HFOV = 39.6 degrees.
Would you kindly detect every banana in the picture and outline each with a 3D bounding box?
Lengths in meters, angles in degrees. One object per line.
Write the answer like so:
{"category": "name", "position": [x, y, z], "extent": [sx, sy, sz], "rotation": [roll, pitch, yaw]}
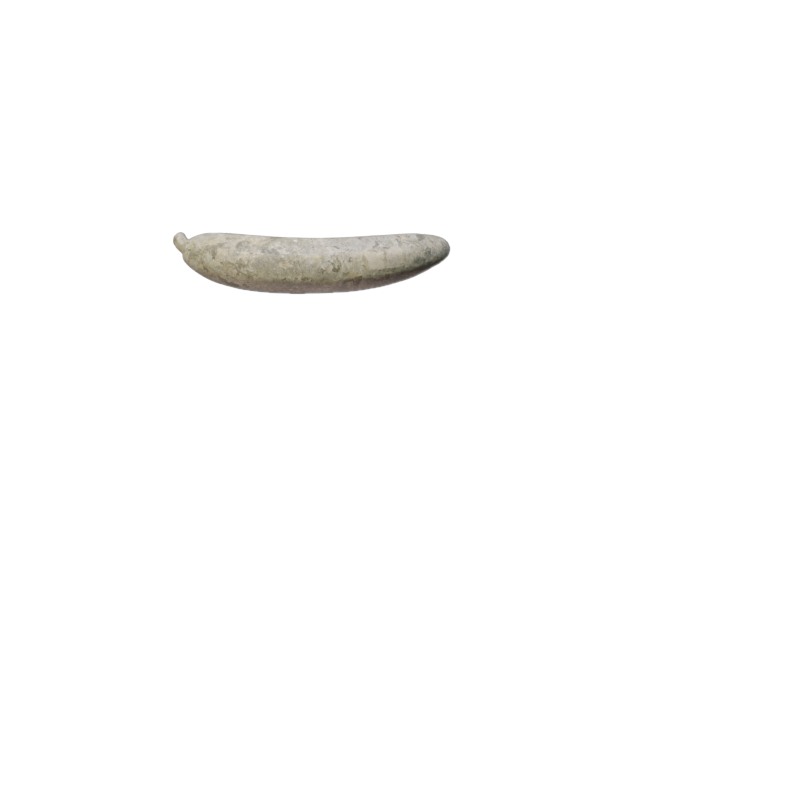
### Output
{"category": "banana", "position": [-0.065, -0.099, 0.758], "extent": [0.199, 0.034, 0.074], "rotation": [4, 36, 5]}
